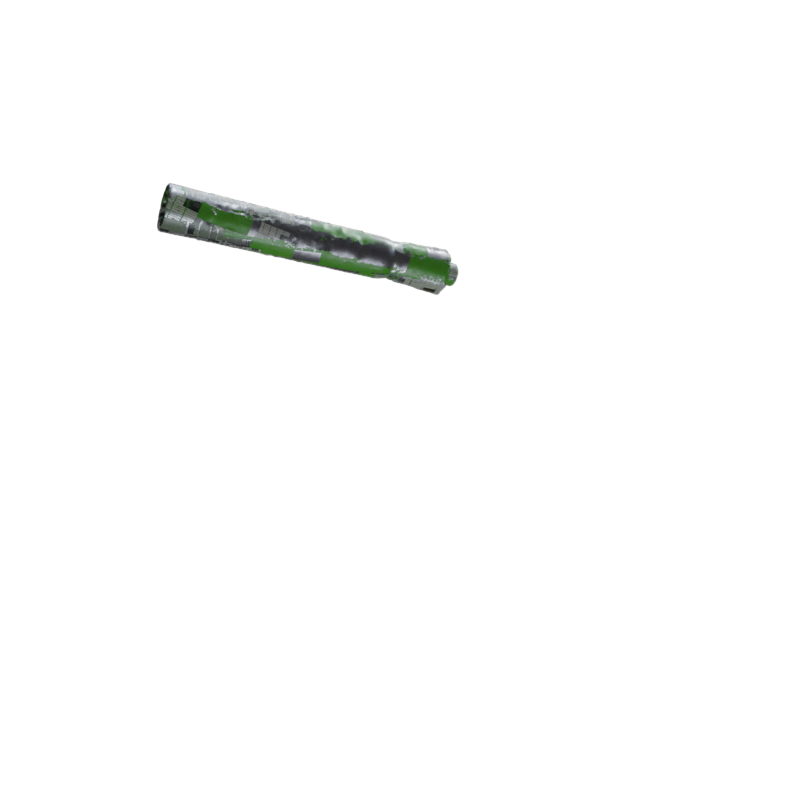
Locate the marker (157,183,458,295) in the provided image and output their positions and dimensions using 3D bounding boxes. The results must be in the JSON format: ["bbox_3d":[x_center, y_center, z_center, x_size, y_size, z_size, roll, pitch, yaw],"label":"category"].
[{"bbox_3d":[-0.034,-0.062,0.434,0.118,0.020,0.020,11,1,-15],"label":"marker"}]
